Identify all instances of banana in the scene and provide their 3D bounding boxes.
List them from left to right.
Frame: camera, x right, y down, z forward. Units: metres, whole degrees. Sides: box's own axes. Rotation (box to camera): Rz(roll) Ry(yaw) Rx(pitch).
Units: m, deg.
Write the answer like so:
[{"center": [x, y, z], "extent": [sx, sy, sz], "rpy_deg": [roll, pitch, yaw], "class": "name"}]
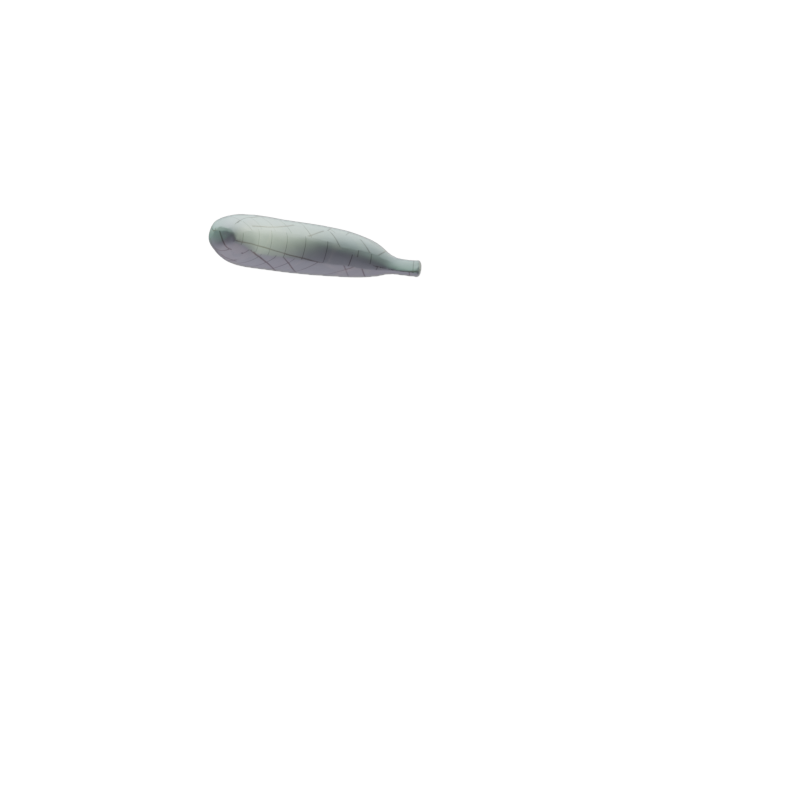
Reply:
[{"center": [-0.071, -0.109, 0.778], "extent": [0.072, 0.037, 0.189], "rpy_deg": [-1, -1, 43], "class": "banana"}]
